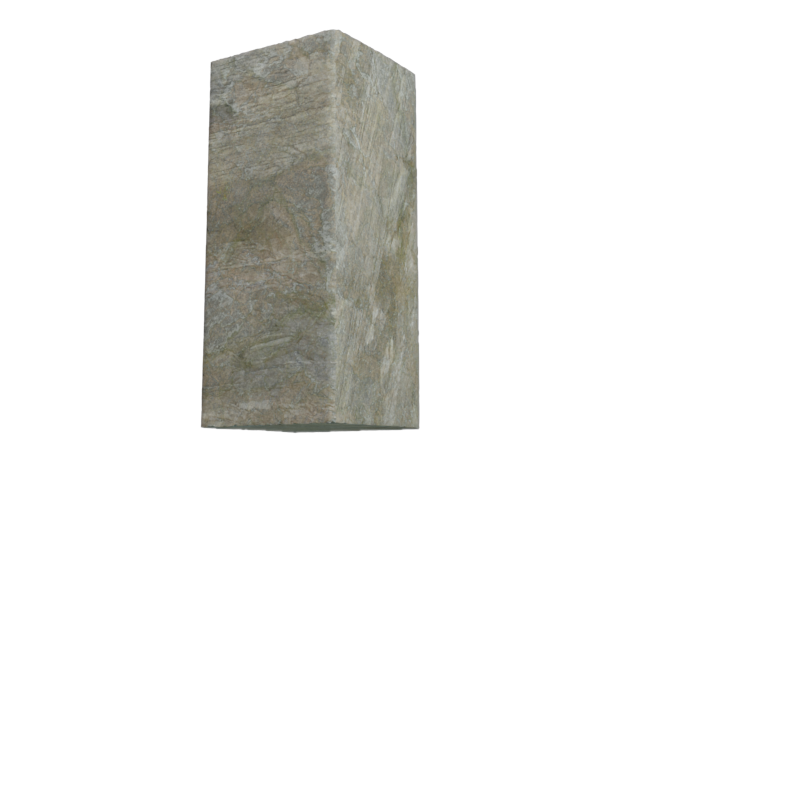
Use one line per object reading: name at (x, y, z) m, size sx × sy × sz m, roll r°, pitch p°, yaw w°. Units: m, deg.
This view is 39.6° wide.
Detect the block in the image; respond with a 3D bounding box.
block at (-0.048, -0.088, 0.620) m, size 0.093 × 0.212 × 0.085 m, roll -7°, pitch -12°, yaw 32°
